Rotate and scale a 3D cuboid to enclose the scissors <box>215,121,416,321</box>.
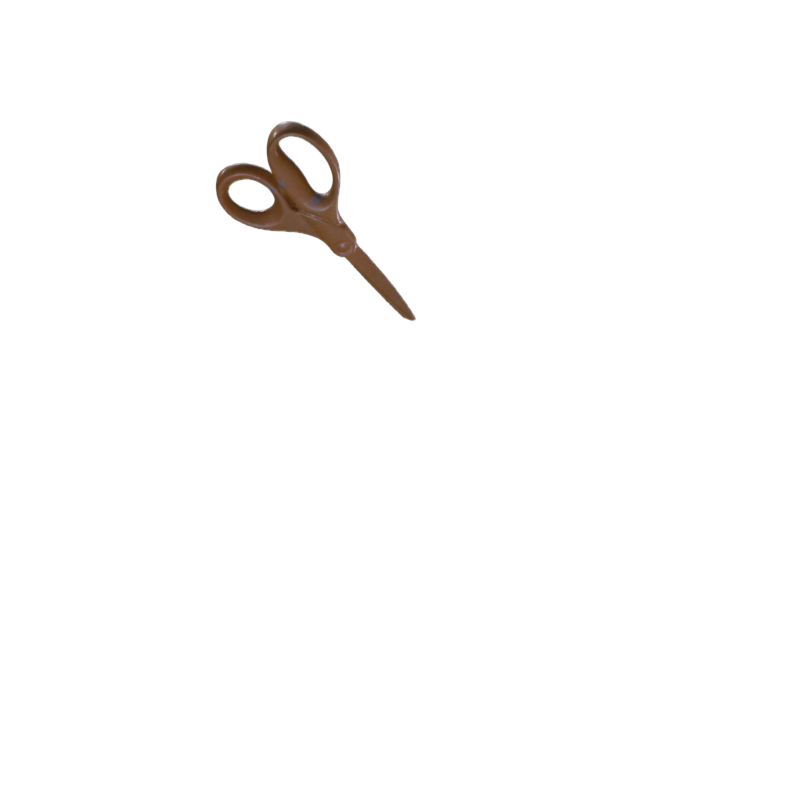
[{"bbox_3d":[-0.062,-0.114,0.795,0.097,0.017,0.186,-13,-47,12],"label":"scissors"}]
